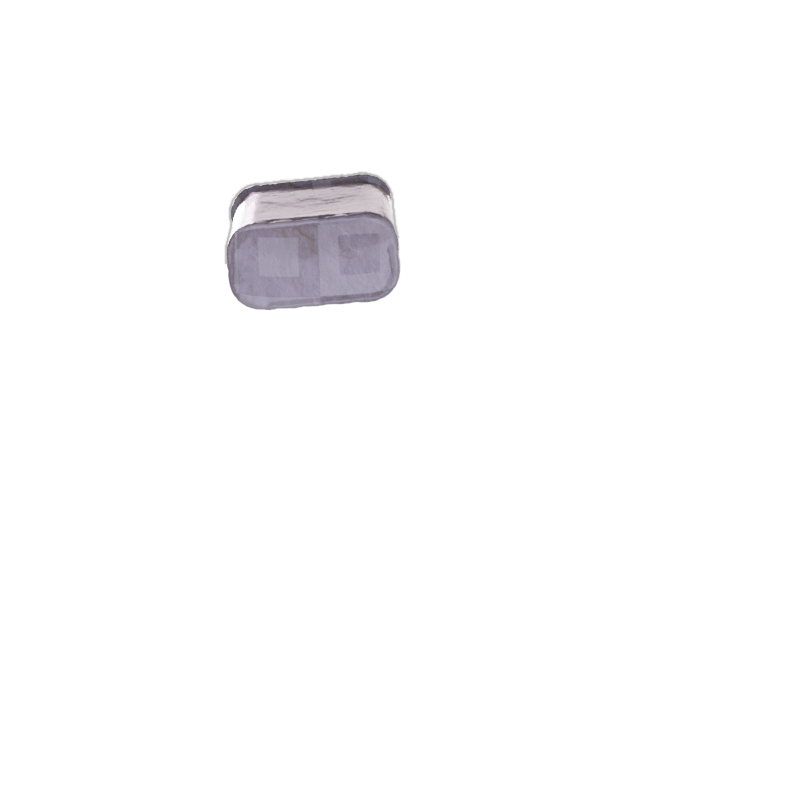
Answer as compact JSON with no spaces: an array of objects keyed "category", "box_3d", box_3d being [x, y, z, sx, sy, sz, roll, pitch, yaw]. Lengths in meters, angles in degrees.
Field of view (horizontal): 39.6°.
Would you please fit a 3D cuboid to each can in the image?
[{"category":"can","box_3d":[-0.051,-0.093,0.652,0.102,0.055,0.088,-6,22,0]}]
